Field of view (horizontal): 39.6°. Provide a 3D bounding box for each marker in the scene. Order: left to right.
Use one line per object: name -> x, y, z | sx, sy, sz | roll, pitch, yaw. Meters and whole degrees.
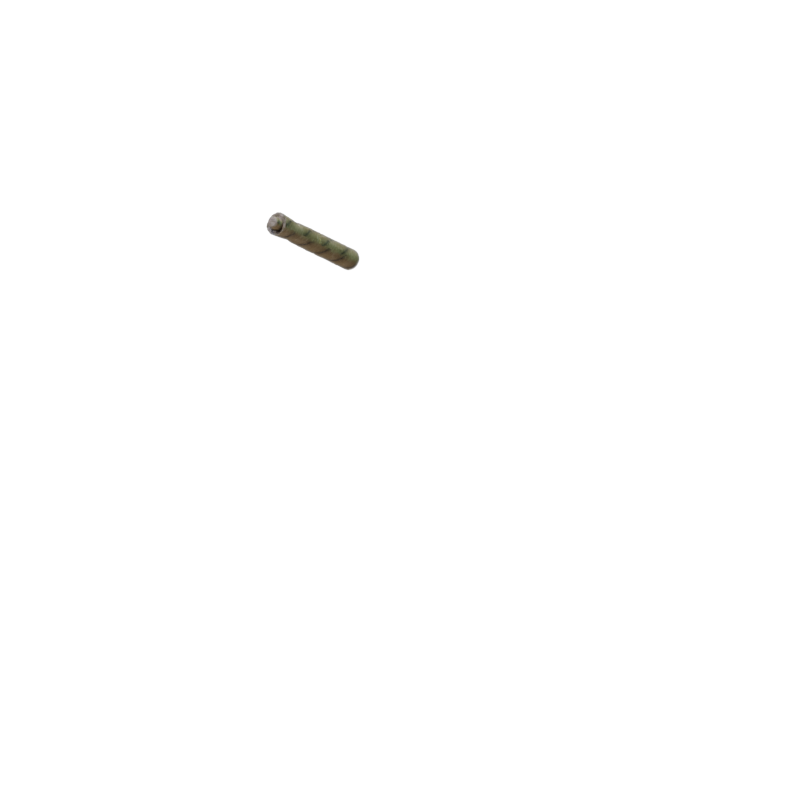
marker -> -0.072, -0.131, 0.917 | 0.020, 0.020, 0.114 | 3, -8, 31
